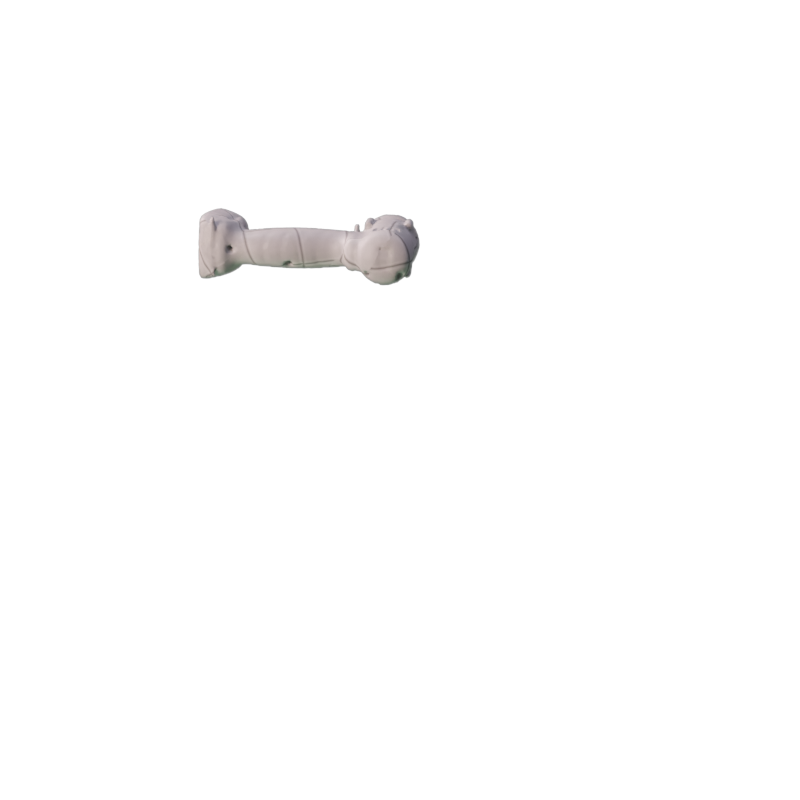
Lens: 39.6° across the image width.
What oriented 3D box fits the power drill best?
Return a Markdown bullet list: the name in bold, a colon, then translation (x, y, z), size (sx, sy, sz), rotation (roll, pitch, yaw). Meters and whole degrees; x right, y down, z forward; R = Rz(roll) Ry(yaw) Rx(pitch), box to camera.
- **power drill**: translation (-0.077, -0.140, 0.983), size (0.189, 0.056, 0.187), rotation (1, 12, 4)
